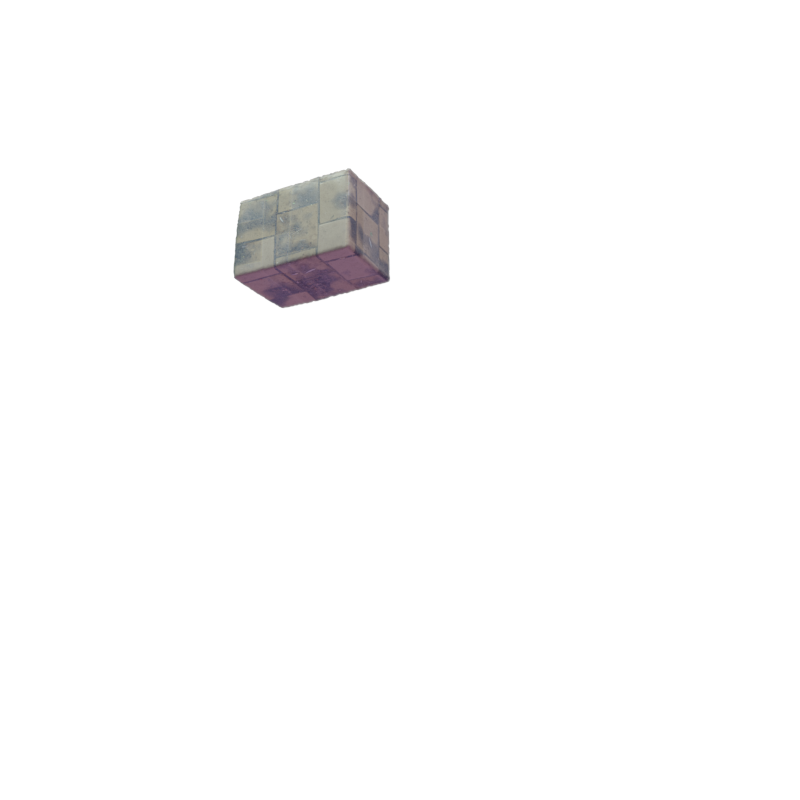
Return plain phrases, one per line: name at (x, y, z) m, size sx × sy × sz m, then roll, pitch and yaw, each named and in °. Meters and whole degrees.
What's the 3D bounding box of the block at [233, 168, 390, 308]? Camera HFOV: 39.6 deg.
block at (-0.051, -0.093, 0.652) m, size 0.079 × 0.054 × 0.049 m, roll -12°, pitch -27°, yaw 25°
